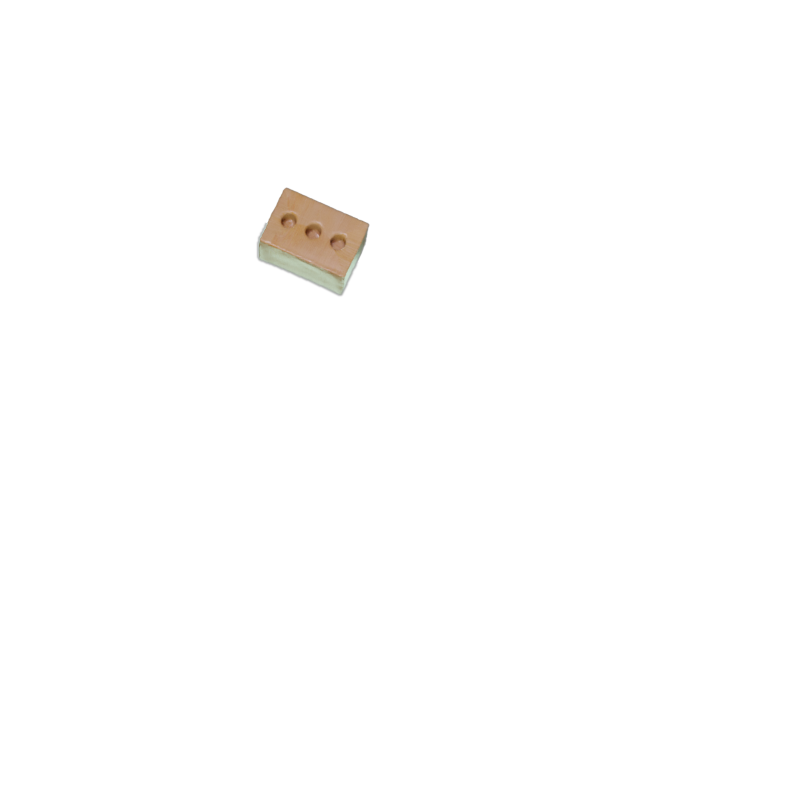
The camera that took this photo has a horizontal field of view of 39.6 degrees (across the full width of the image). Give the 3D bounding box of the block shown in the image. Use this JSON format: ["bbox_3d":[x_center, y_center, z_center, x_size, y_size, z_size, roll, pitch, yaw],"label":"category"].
[{"bbox_3d":[-0.071,-0.130,0.908,0.079,0.054,0.049,24,-16,6],"label":"block"}]
